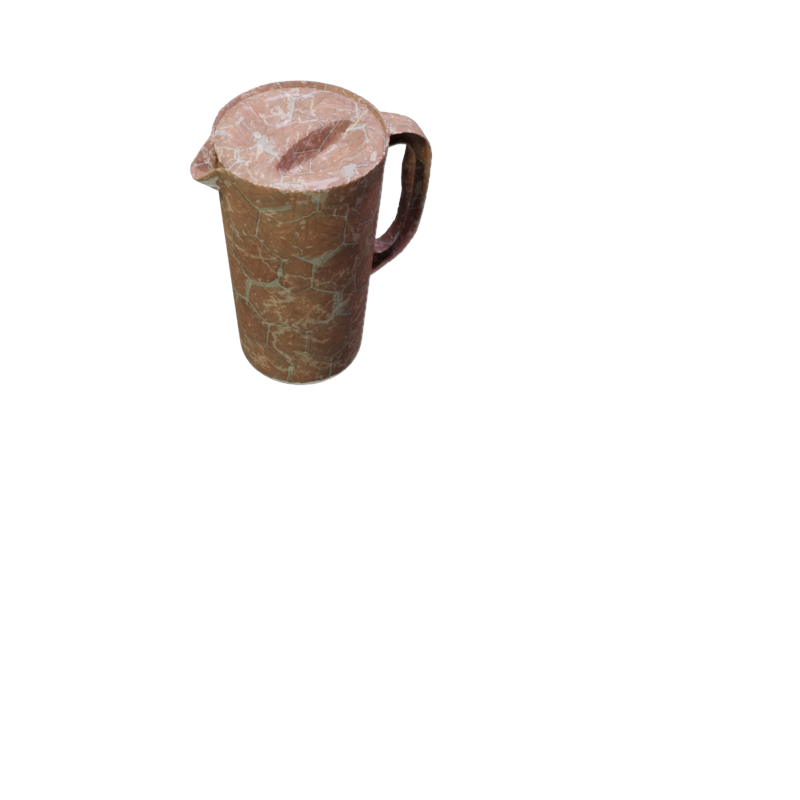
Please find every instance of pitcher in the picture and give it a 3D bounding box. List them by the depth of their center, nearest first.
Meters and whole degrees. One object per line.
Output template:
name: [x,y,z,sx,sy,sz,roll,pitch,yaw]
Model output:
pitcher: [-0.070,-0.129,0.900,0.154,0.226,0.150,20,50,14]
